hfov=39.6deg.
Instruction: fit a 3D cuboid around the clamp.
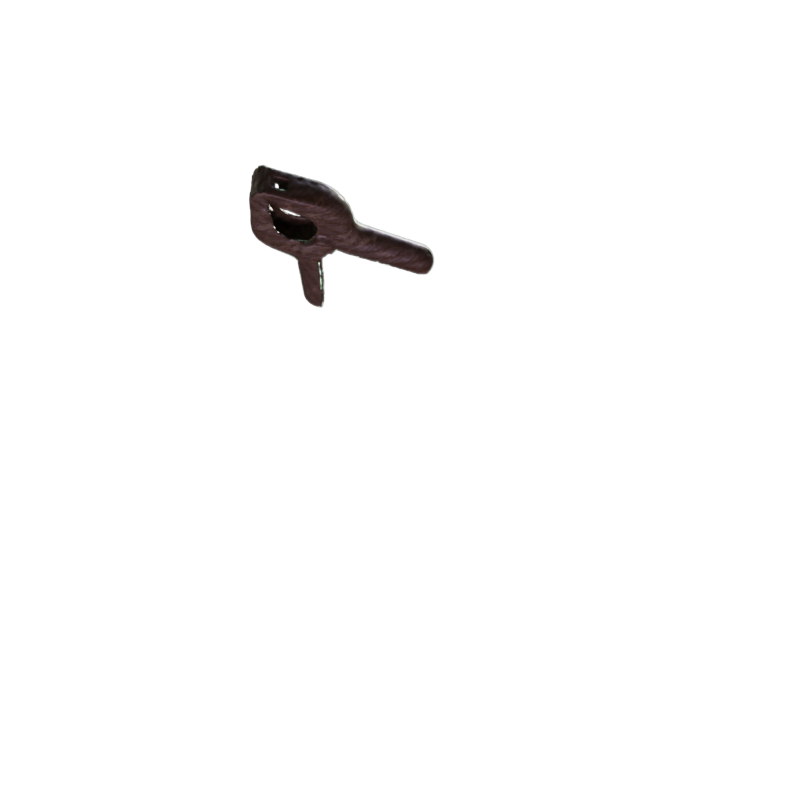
[{"bbox_3d":[-0.069,-0.125,0.877,0.120,0.042,0.160,-28,-44,33],"label":"clamp"}]
